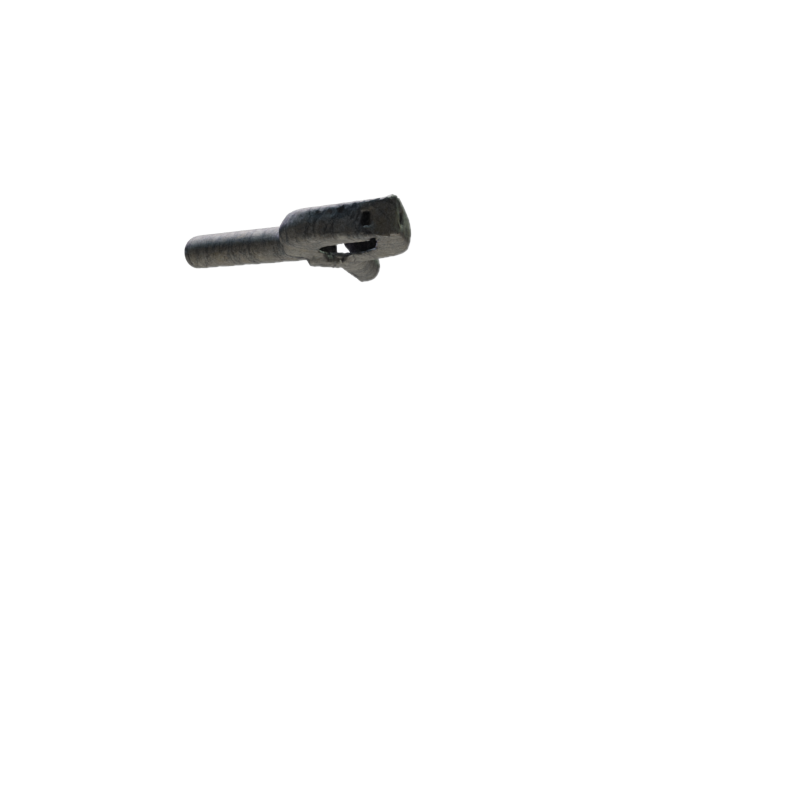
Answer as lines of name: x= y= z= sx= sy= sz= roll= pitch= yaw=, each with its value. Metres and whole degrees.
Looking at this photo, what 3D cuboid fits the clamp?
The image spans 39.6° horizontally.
clamp: x=-0.063 y=-0.116 z=0.811 sx=0.161 sy=0.037 sz=0.212 roll=1 pitch=-3 yaw=-19
